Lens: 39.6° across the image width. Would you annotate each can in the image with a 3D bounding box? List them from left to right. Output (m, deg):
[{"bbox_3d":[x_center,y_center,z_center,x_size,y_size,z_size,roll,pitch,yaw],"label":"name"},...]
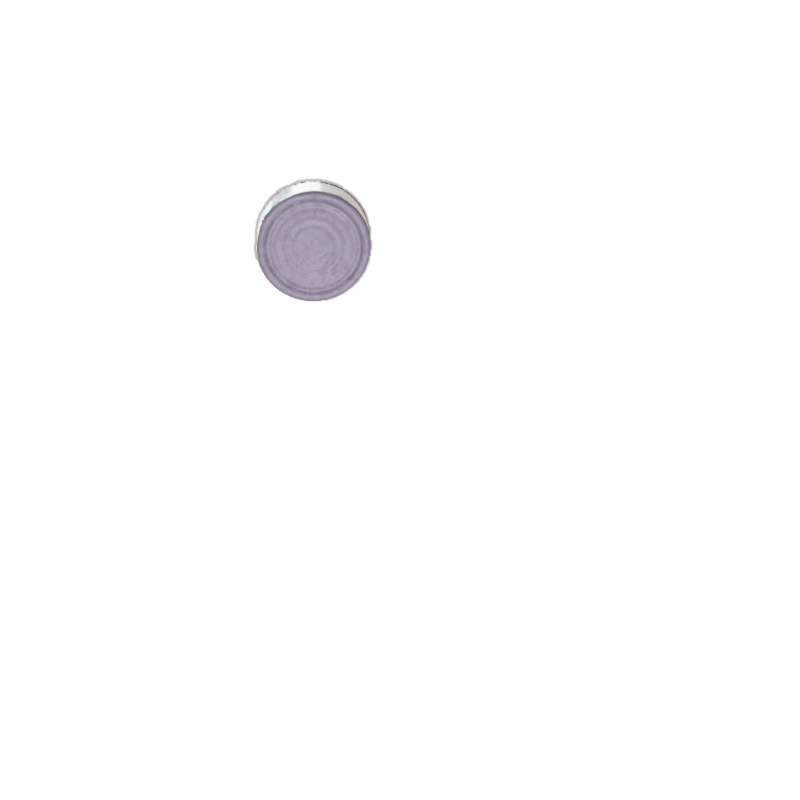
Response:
[{"bbox_3d":[-0.064,-0.117,0.819,0.086,0.082,0.035,0,18,-1],"label":"can"}]
